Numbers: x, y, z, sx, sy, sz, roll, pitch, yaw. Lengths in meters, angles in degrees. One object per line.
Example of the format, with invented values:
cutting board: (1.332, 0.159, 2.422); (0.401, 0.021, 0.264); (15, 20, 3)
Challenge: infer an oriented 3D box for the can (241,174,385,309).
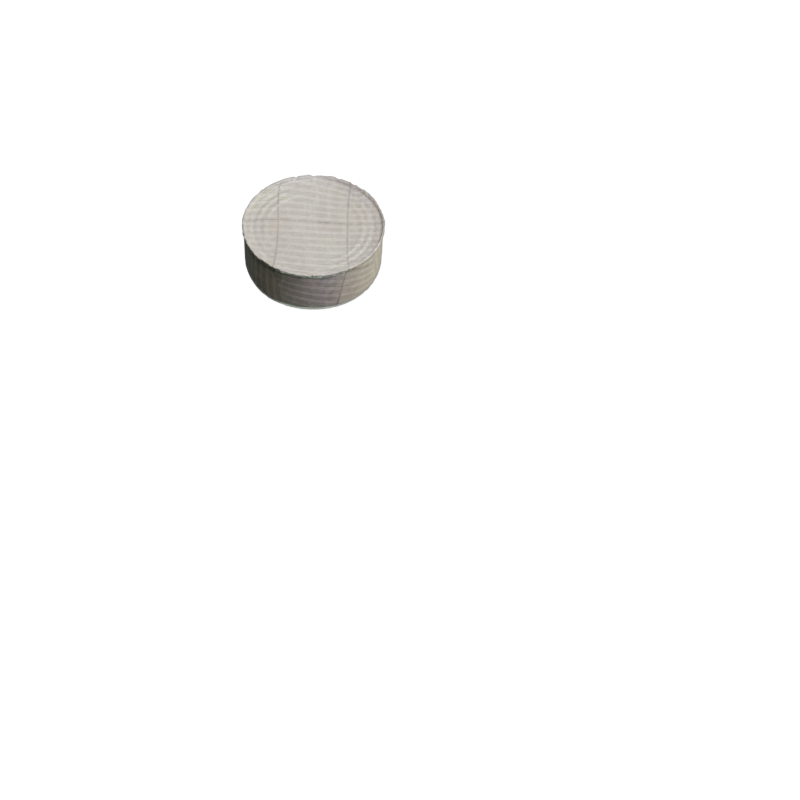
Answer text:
can: (-0.053, -0.096, 0.675); (0.086, 0.092, 0.031); (-1, -41, -1)
